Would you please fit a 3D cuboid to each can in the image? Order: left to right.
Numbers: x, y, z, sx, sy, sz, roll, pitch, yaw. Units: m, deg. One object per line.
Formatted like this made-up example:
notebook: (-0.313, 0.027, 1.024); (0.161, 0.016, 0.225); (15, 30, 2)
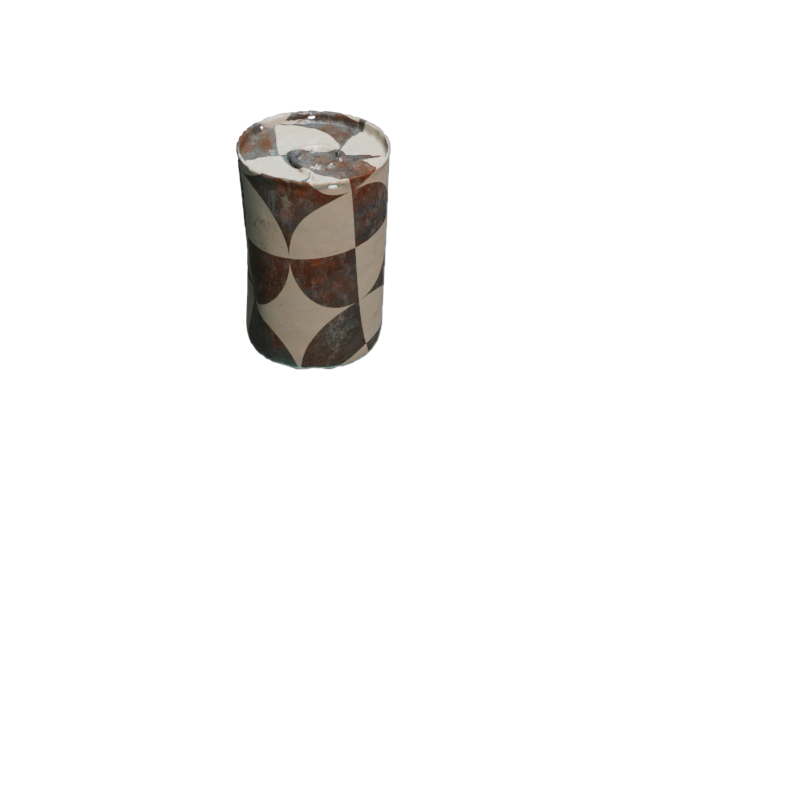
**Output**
can: (-0.040, -0.073, 0.513); (0.068, 0.096, 0.073); (0, 36, -3)
